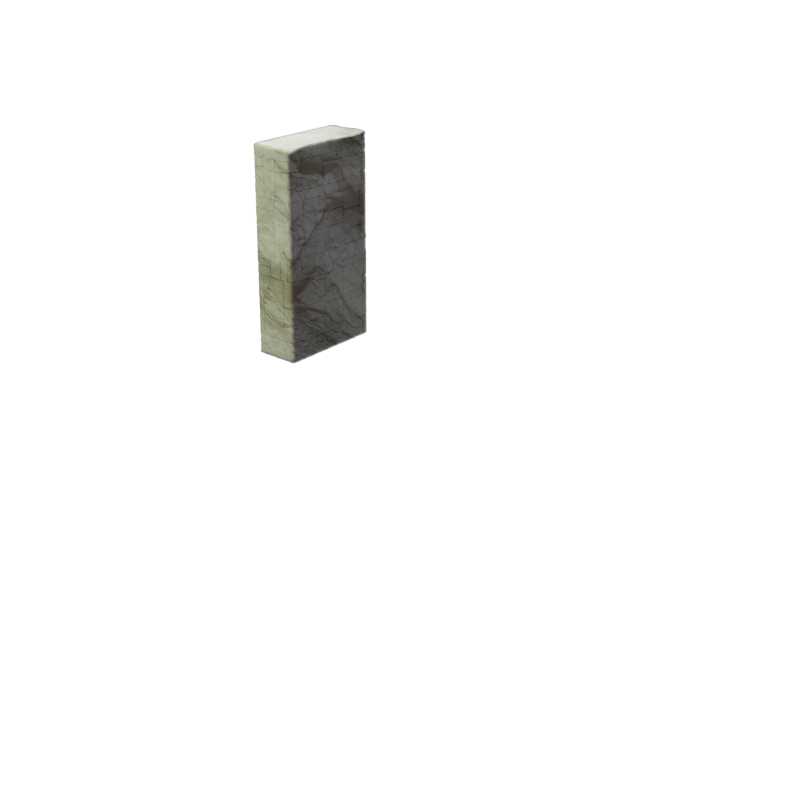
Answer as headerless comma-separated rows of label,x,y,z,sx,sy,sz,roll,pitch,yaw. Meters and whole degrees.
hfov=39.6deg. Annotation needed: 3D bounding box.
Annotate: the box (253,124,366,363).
box,-0.070,-0.128,0.900,0.051,0.168,0.092,18,27,37
